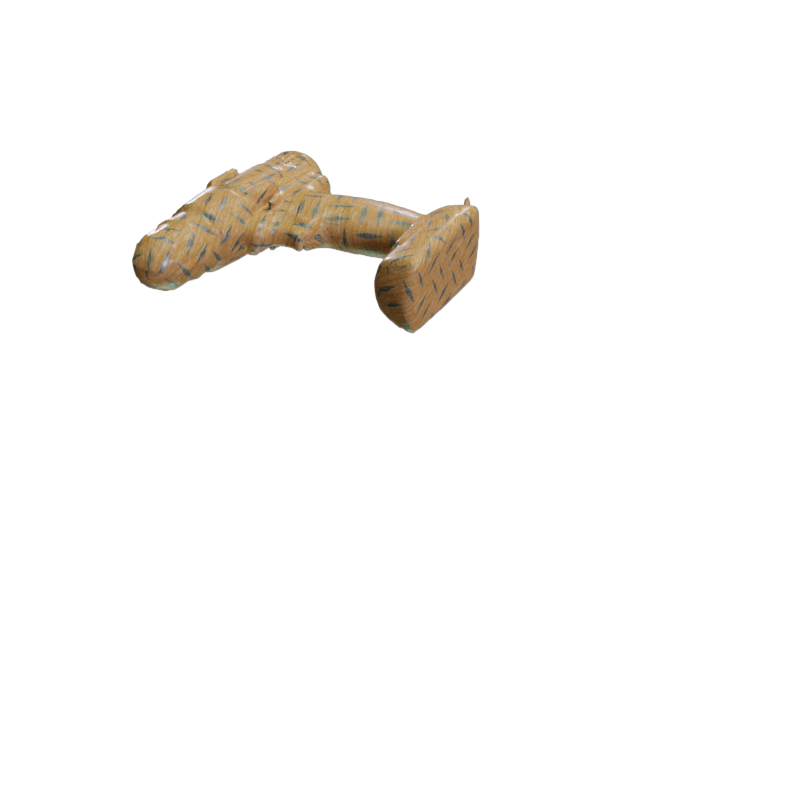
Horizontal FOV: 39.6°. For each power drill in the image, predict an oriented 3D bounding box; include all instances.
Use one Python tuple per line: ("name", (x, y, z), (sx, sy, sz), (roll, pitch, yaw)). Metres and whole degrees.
("power drill", (-0.057, -0.104, 0.729), (0.197, 0.054, 0.187), (19, 39, 25))
